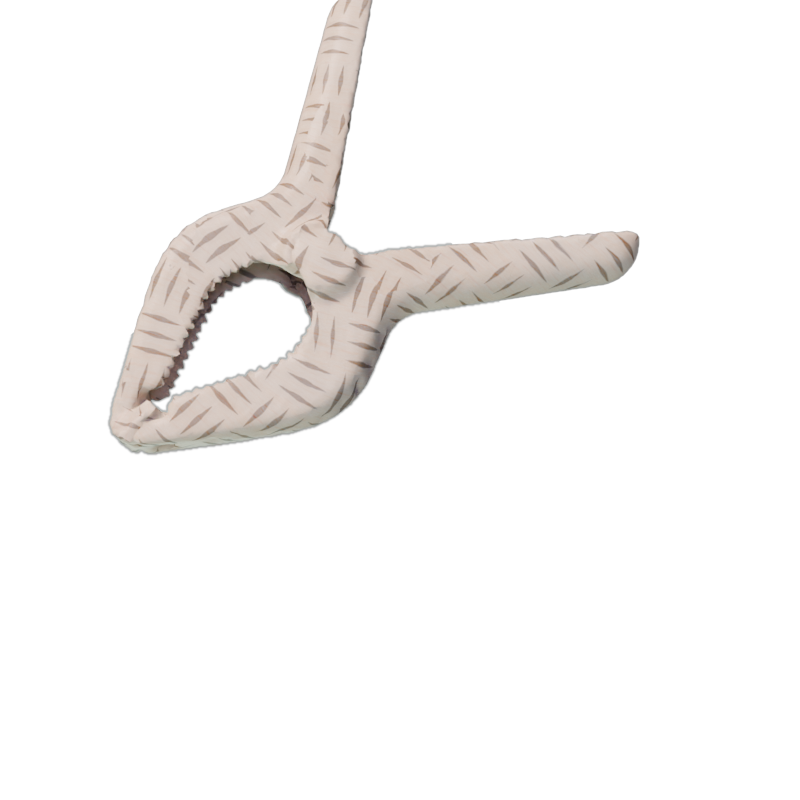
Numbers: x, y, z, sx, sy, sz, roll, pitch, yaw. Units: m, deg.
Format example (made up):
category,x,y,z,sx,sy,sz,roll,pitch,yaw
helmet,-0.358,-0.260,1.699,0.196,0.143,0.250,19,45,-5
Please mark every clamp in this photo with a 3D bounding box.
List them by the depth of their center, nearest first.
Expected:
category,x,y,z,sx,sy,sz,roll,pitch,yaw
clamp,-0.034,-0.063,0.440,0.210,0.172,0.035,-35,-16,-12
